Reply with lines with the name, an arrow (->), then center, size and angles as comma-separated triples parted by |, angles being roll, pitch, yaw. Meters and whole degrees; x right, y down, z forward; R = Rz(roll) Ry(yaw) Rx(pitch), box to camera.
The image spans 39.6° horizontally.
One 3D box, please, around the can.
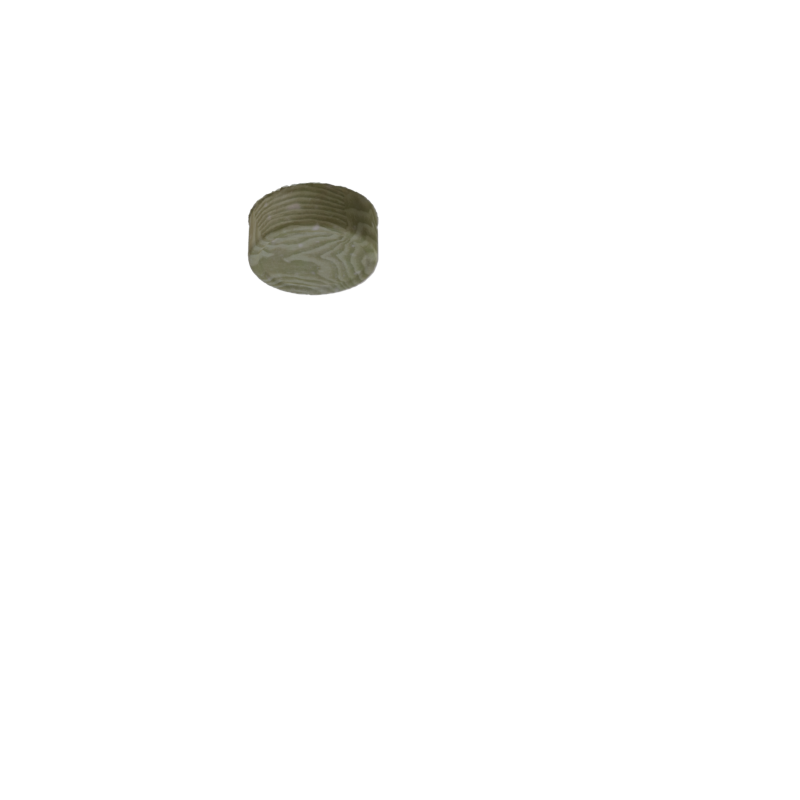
can -> -0.056, -0.103, 0.719 | 0.086, 0.036, 0.081 | 1, -28, -2
